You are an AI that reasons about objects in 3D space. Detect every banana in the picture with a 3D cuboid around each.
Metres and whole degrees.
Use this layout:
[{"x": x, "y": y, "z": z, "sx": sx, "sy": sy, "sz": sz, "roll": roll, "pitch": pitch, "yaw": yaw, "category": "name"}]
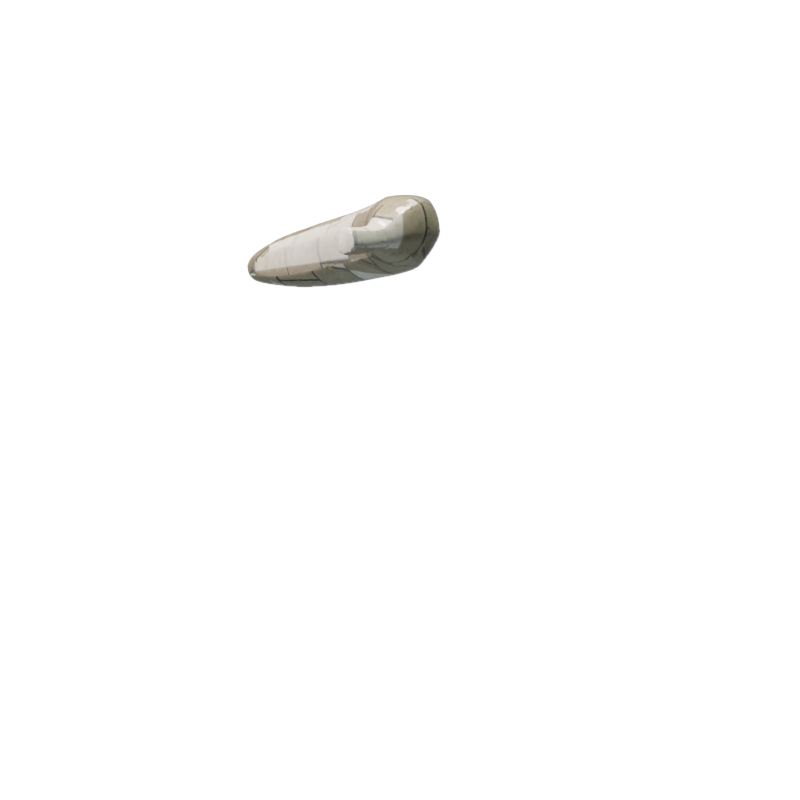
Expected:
[{"x": -0.026, "y": -0.082, "z": 0.577, "sx": 0.068, "sy": 0.037, "sz": 0.201, "roll": 0, "pitch": 0, "yaw": -19, "category": "banana"}]
